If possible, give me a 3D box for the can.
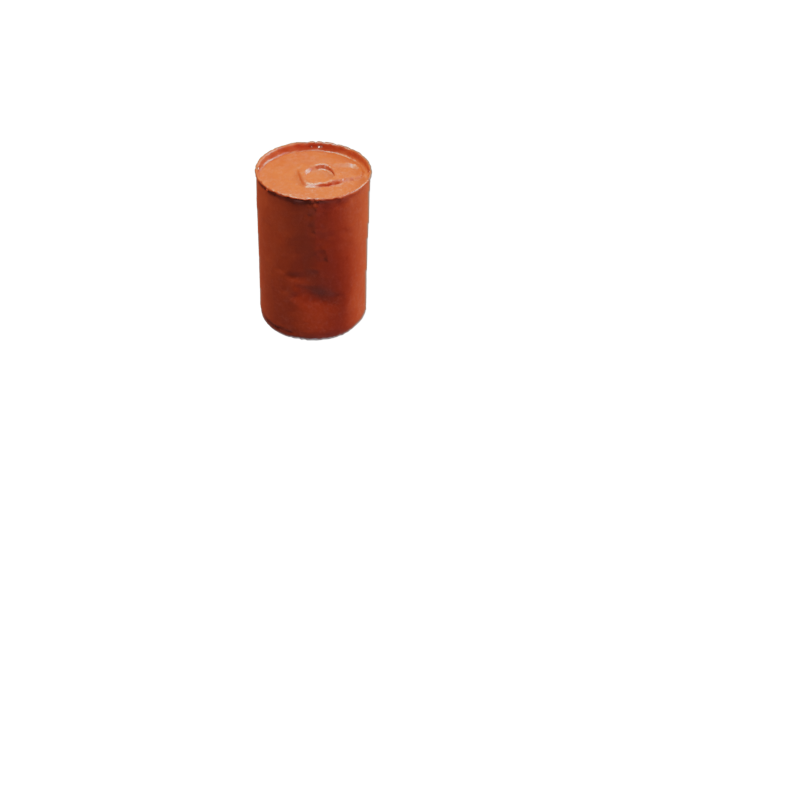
[{"bbox_3d":[-0.052,-0.096,0.669,0.068,0.096,0.073,0,37,-3],"label":"can"}]
